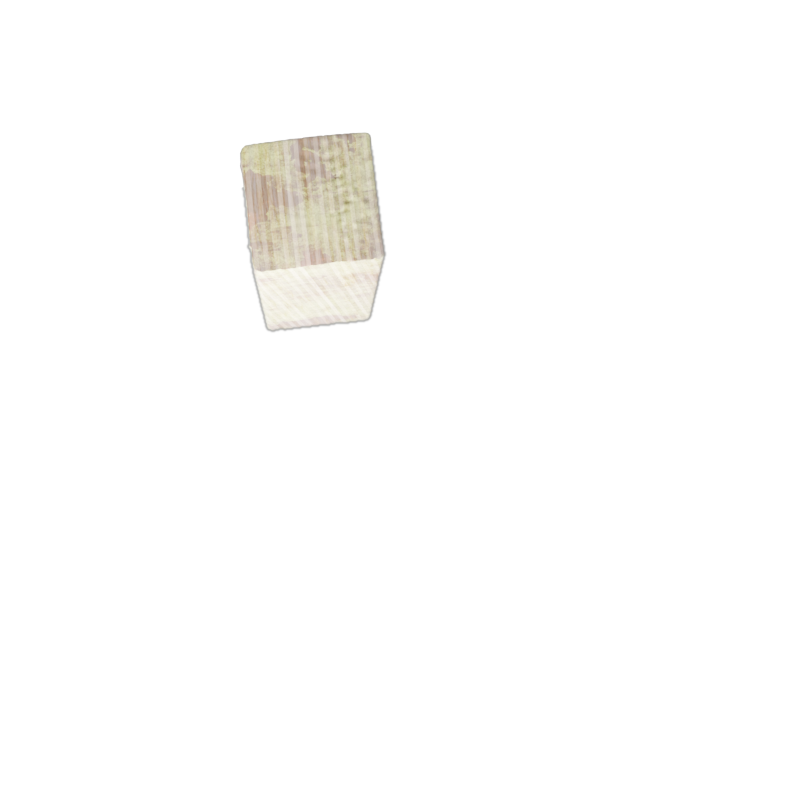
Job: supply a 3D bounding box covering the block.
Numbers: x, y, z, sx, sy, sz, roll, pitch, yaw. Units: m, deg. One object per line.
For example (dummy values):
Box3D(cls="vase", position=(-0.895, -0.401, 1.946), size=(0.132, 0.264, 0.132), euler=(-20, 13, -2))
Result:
Box3D(cls="block", position=(-0.066, -0.119, 0.829), size=(0.090, 0.093, 0.201), euler=(-6, -8, -5))
